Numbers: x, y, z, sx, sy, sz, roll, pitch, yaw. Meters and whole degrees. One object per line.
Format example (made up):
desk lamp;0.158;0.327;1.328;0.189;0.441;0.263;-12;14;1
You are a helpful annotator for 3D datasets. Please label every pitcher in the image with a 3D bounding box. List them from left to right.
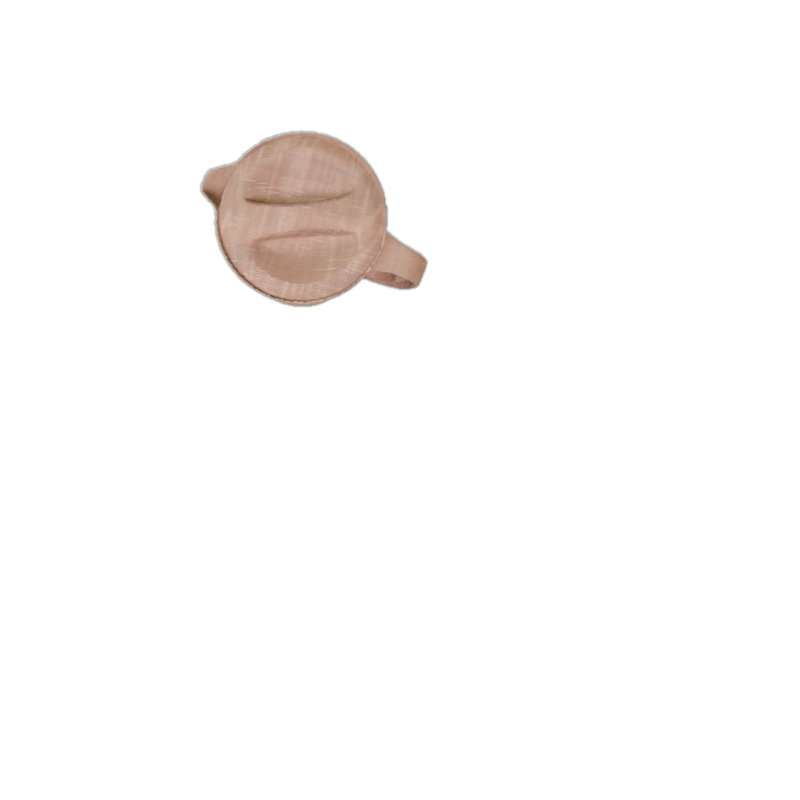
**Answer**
pitcher;-0.075;-0.137;0.961;0.145;0.151;0.241;-24;0;-3
